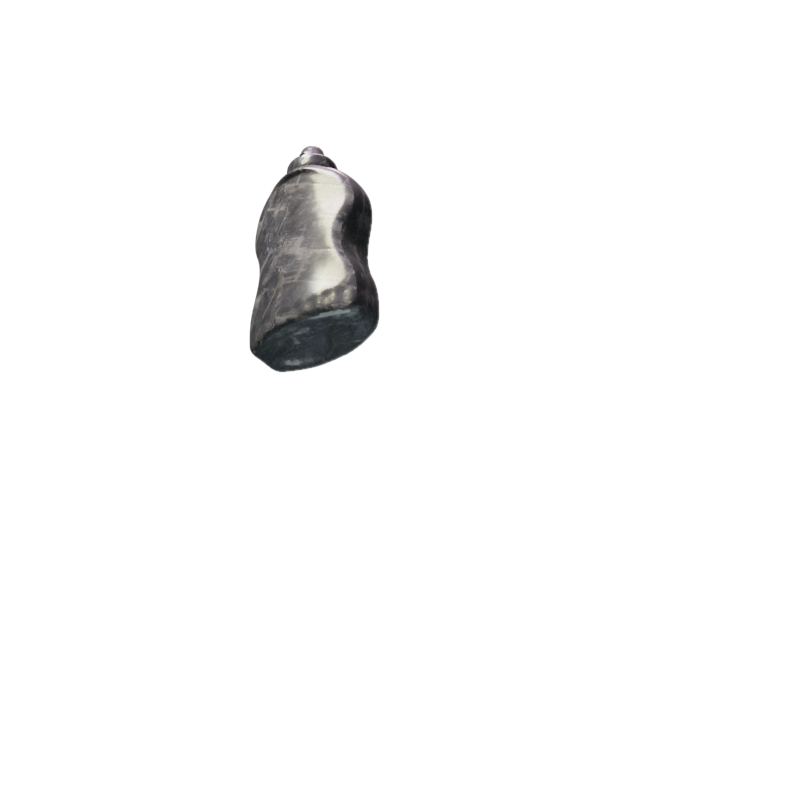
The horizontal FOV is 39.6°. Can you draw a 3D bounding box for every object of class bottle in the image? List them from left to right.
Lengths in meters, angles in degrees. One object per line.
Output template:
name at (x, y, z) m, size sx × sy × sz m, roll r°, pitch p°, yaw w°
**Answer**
bottle at (-0.066, -0.120, 0.836) m, size 0.096 × 0.206 × 0.054 m, roll -26°, pitch -44°, yaw 26°
